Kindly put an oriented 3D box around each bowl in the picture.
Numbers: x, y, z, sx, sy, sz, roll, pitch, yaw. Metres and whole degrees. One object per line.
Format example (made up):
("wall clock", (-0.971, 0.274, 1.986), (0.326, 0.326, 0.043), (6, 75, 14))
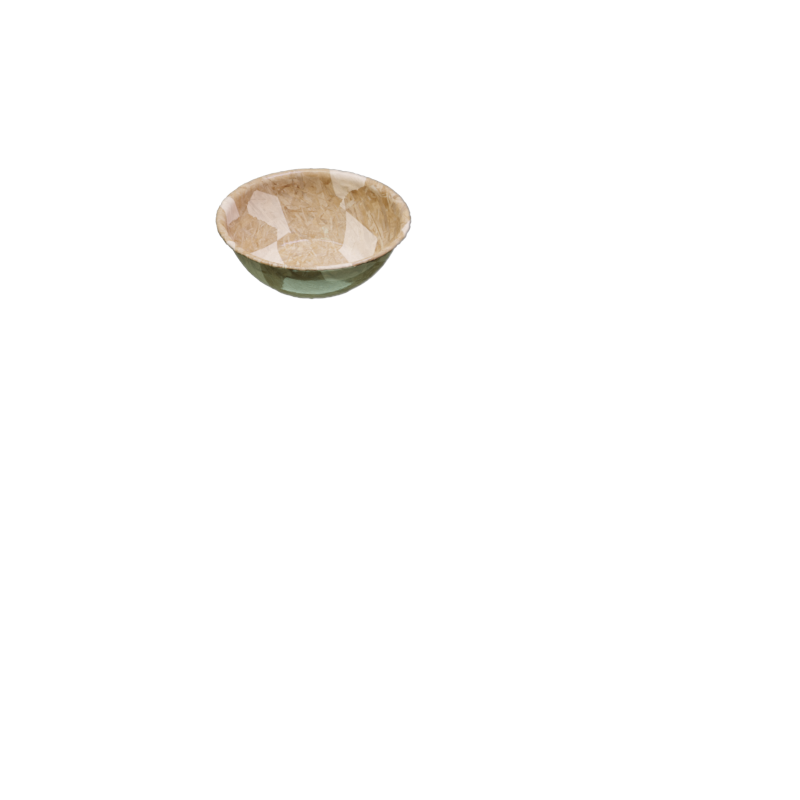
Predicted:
("bowl", (-0.073, -0.133, 0.930), (0.162, 0.051, 0.173), (-1, 37, -2))
